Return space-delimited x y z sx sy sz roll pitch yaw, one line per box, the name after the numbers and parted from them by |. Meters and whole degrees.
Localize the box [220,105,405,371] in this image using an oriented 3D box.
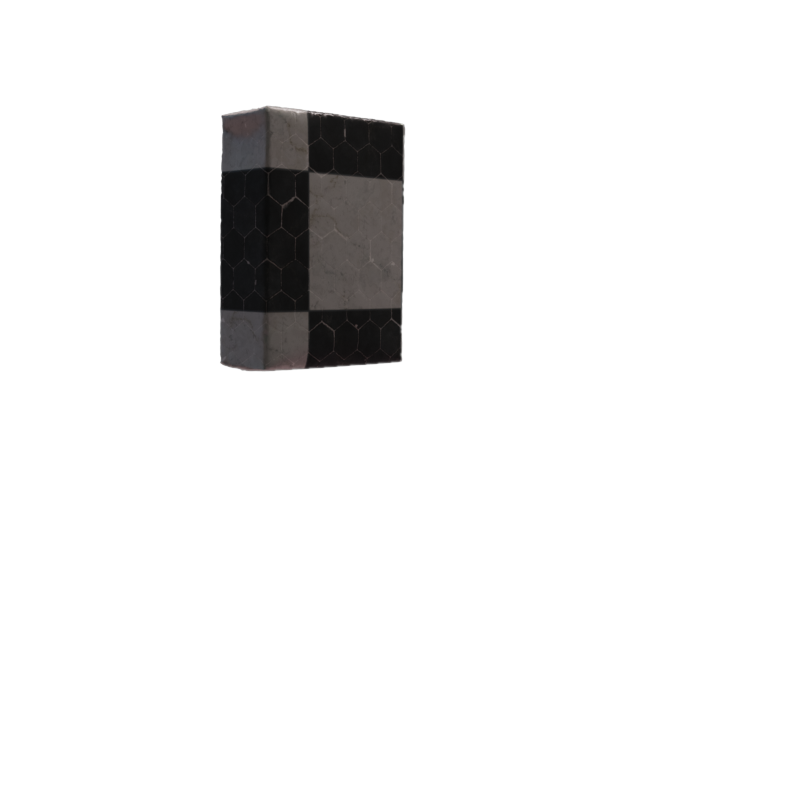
-0.075 -0.136 0.953 0.158 0.214 0.074 -1 0 -45 | box
